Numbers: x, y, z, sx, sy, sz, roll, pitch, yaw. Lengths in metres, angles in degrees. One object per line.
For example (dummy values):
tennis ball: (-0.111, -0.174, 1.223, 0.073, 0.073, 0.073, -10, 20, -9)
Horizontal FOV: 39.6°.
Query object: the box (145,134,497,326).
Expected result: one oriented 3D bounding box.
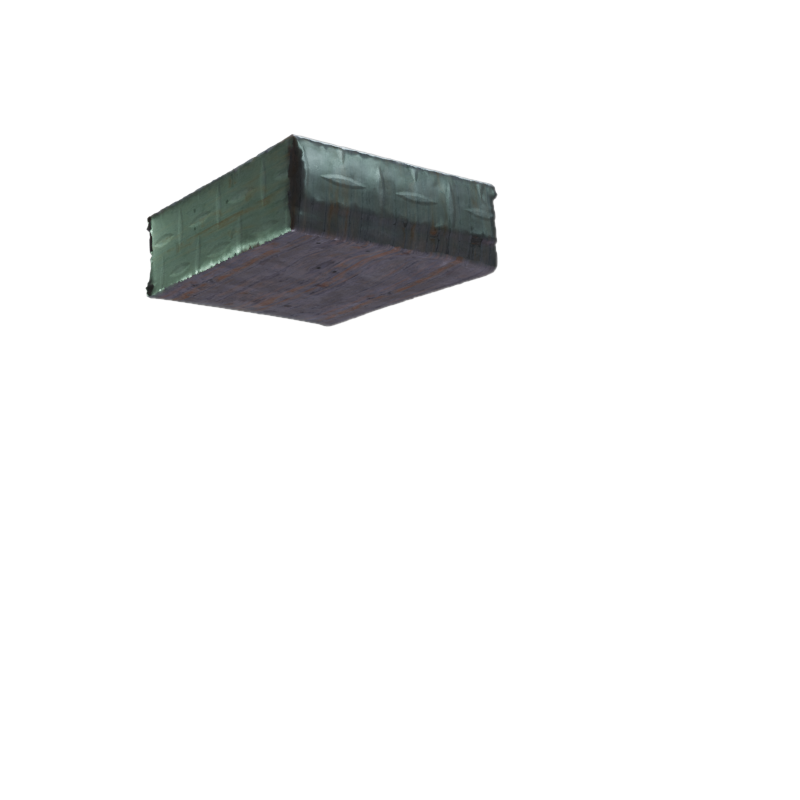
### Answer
box: (-0.033, -0.060, 0.421, 0.086, 0.040, 0.115, 9, -15, -36)
